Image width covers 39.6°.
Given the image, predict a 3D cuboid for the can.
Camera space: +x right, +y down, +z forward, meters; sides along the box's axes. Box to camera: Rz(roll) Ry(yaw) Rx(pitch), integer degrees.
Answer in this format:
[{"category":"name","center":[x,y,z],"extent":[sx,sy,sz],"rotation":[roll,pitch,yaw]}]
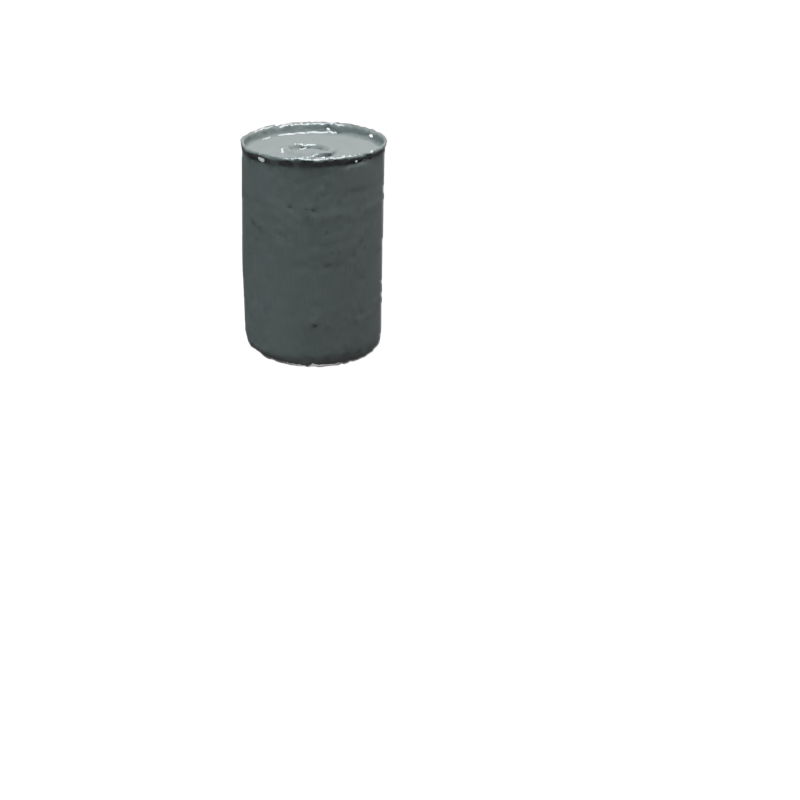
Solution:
[{"category":"can","center":[-0.042,-0.076,0.530],"extent":[0.068,0.097,0.072],"rotation":[0,23,-2]}]
